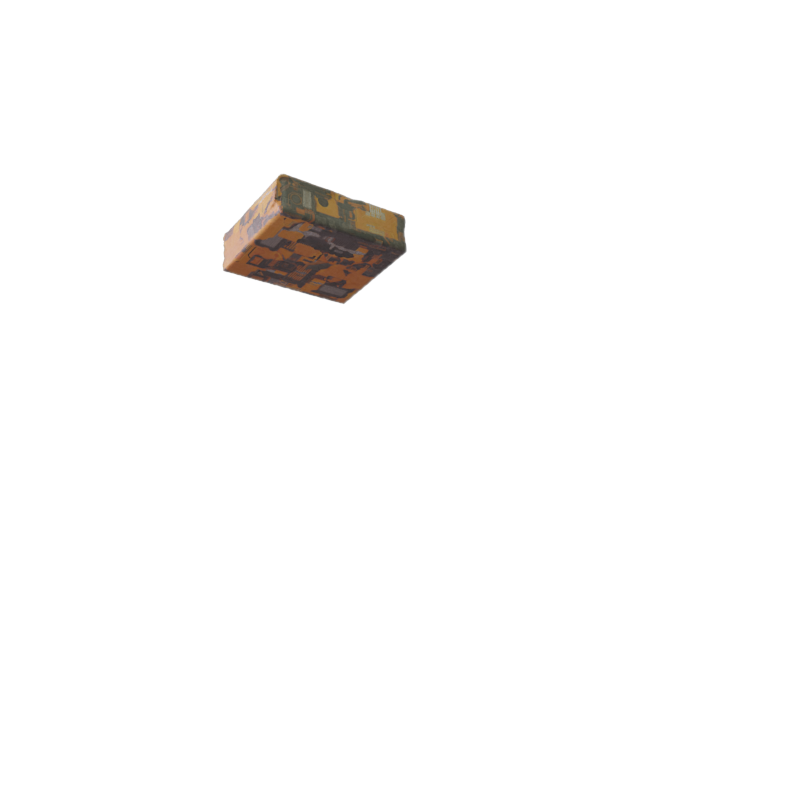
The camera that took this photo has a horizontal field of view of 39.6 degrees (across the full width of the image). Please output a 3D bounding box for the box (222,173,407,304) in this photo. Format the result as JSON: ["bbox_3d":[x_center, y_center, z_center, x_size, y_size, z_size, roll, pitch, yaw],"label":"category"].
[{"bbox_3d":[-0.053,-0.096,0.669,0.085,0.032,0.072,16,-32,-27],"label":"box"}]
